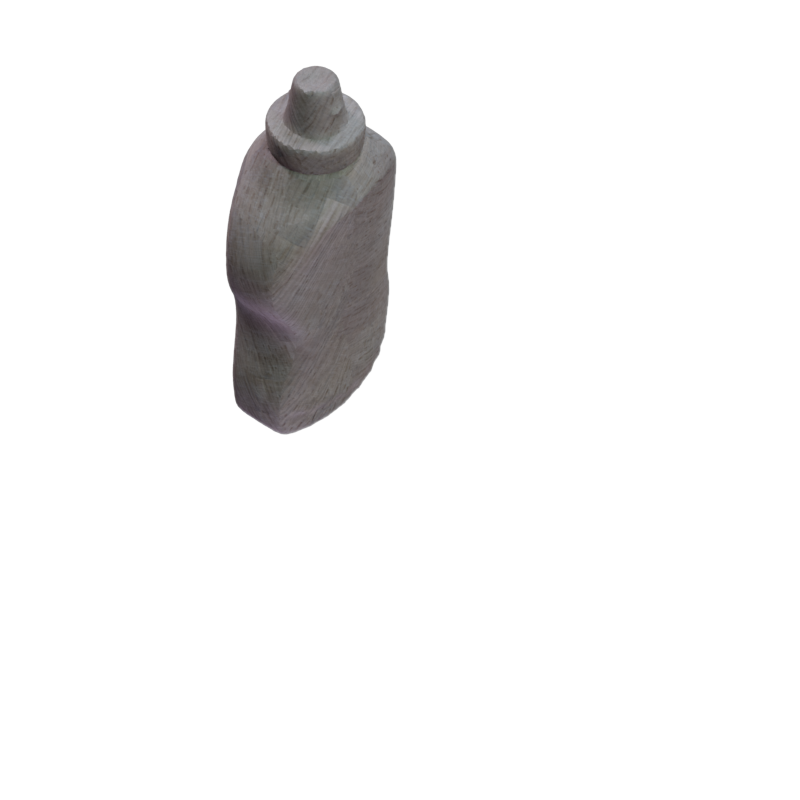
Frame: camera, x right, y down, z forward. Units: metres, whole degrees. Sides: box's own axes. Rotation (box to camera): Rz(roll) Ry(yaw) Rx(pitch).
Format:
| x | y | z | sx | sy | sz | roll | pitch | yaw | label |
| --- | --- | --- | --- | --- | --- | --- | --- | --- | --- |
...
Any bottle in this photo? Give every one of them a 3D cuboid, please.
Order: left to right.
| x | y | z | sx | sy | sz | roll | pitch | yaw | label |
| --- | --- | --- | --- | --- | --- | --- | --- | --- | --- |
| -0.039 | -0.072 | 0.504 | 0.061 | 0.098 | 0.179 | 31 | -33 | 18 | bottle |
